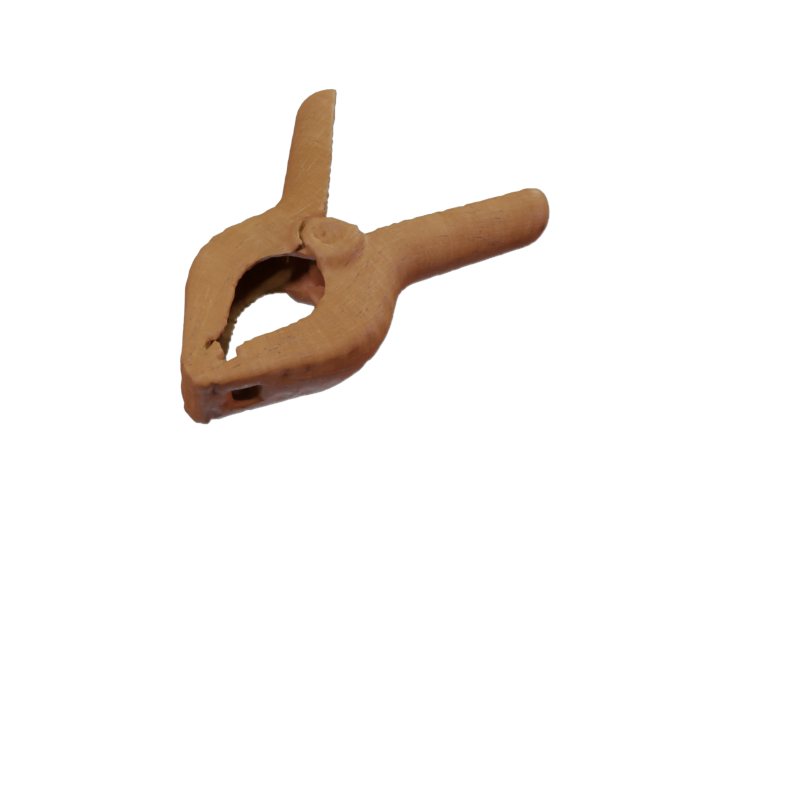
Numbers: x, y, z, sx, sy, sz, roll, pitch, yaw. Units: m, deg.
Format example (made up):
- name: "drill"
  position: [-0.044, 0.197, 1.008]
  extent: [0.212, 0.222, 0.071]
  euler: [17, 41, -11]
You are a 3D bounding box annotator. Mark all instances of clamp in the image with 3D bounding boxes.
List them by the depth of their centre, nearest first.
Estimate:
- name: "clamp"
  position: [-0.035, -0.063, 0.442]
  extent: [0.128, 0.036, 0.173]
  euler: [33, 54, 28]
